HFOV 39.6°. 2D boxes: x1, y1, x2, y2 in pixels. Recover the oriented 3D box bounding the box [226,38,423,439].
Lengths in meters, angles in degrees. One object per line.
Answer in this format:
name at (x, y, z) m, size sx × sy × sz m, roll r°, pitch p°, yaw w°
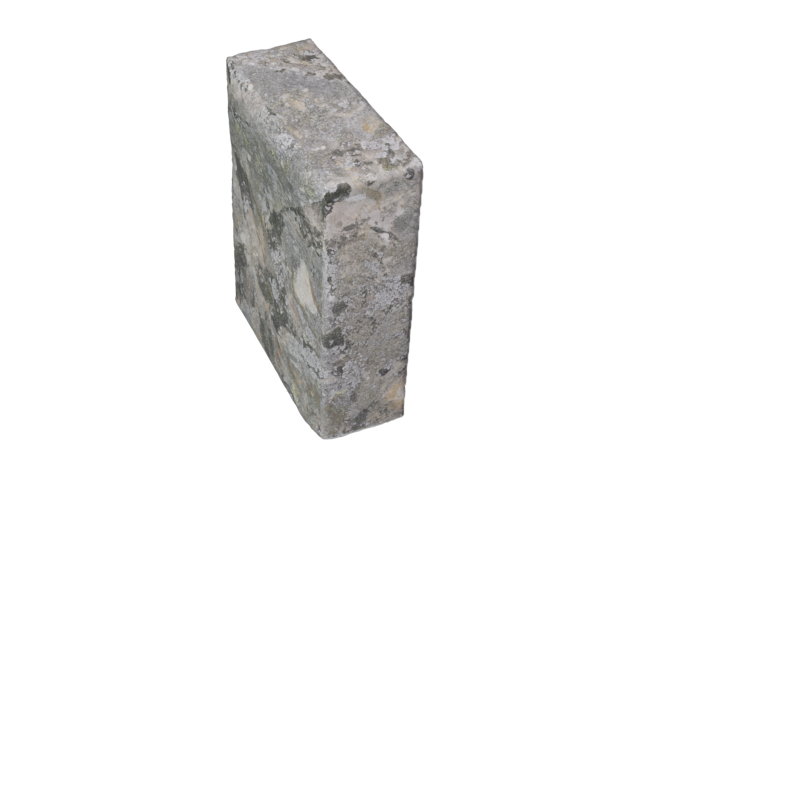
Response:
box at (-0.058, -0.106, 0.739) m, size 0.071 × 0.199 × 0.178 m, roll -16°, pitch 46°, yaw -20°
